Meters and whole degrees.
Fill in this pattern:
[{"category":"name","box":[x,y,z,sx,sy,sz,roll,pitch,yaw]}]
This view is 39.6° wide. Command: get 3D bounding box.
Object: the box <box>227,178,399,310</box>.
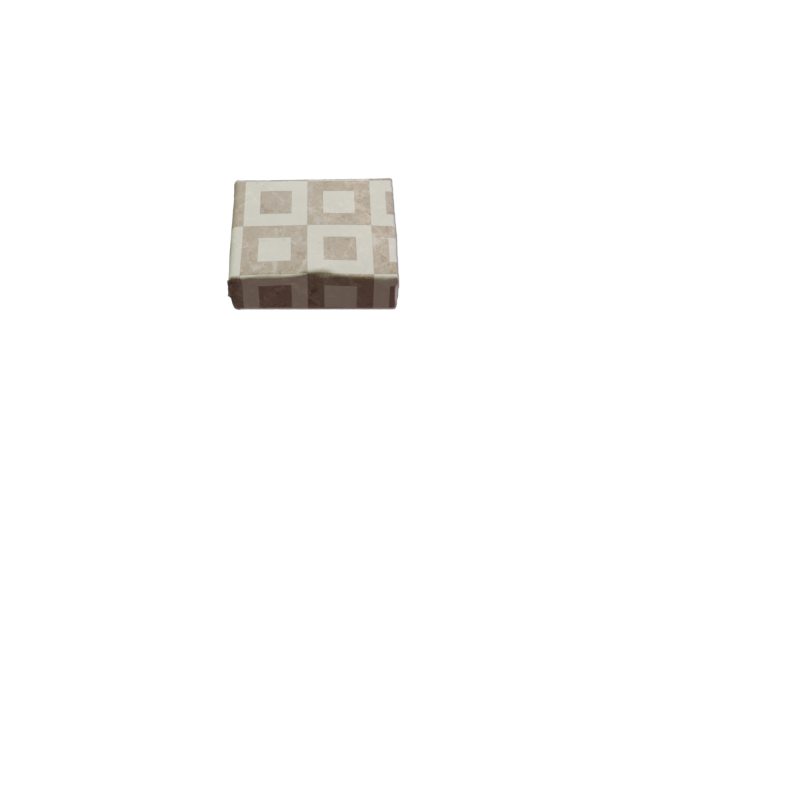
[{"category":"box","box":[-0.047,-0.085,0.597,0.089,0.078,0.028,-1,-39,-1]}]
